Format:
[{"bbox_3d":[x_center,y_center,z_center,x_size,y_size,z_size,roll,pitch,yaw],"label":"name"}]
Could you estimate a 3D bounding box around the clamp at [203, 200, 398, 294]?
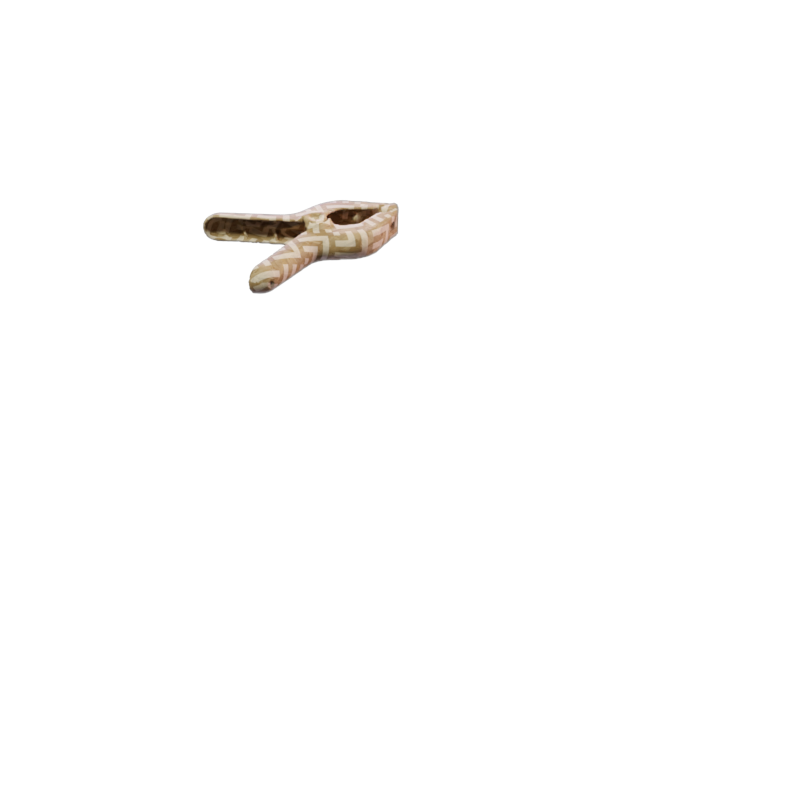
[{"bbox_3d":[-0.074,-0.136,0.950,0.169,0.037,0.130,-12,41,-14],"label":"clamp"}]
